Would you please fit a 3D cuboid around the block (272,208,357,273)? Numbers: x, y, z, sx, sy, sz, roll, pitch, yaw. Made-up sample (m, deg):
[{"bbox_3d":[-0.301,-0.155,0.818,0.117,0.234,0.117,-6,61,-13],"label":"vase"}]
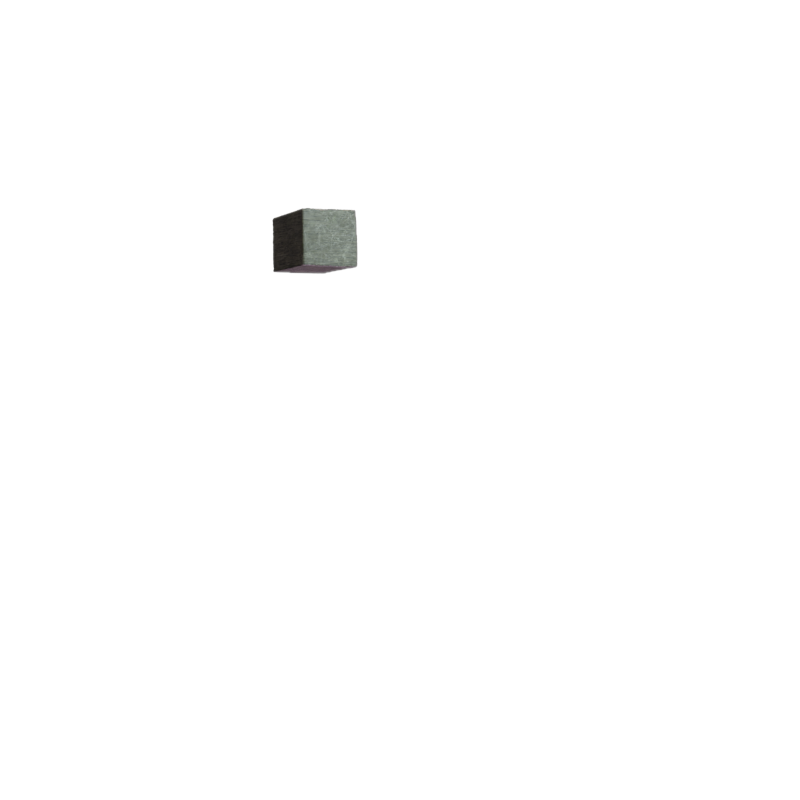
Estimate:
[{"bbox_3d":[-0.078,-0.142,0.993,0.051,0.052,0.080,1,-1,-26],"label":"block"}]
